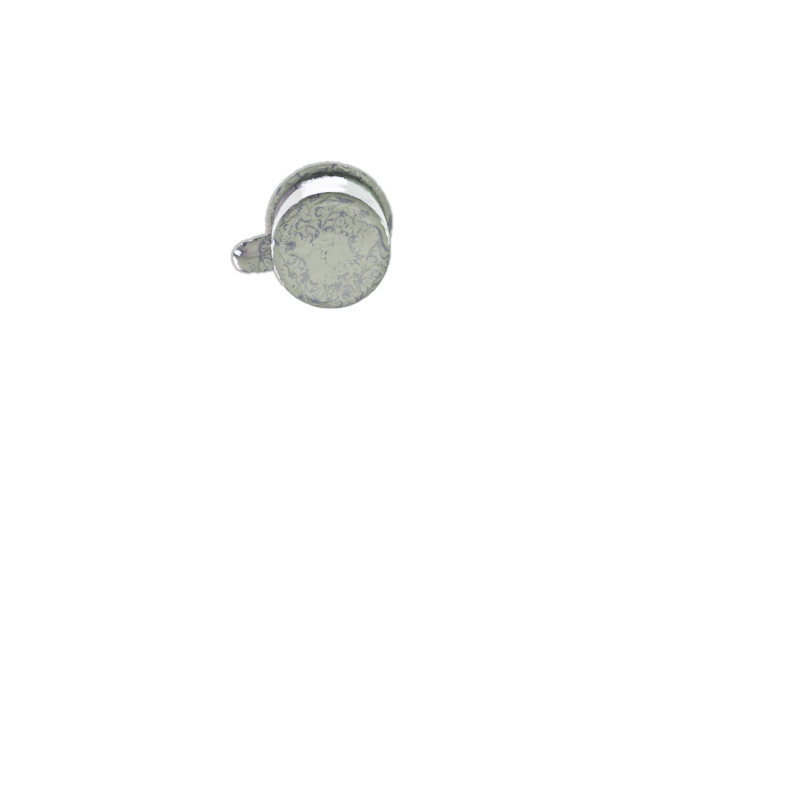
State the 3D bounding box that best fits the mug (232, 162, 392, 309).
[{"bbox_3d":[-0.061,-0.111,0.780,0.117,0.089,0.085,-10,19,2],"label":"mug"}]
